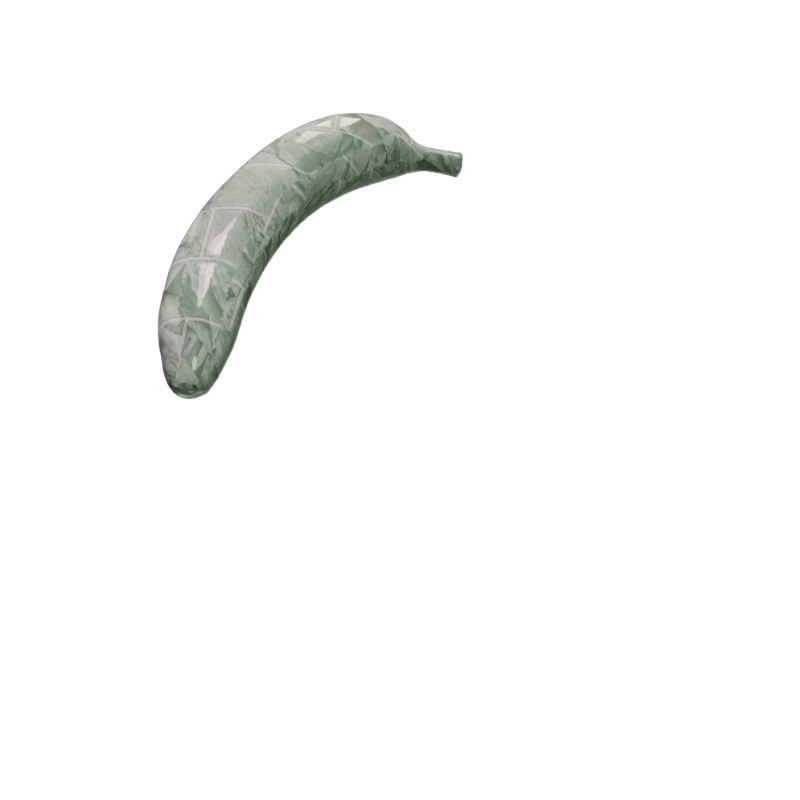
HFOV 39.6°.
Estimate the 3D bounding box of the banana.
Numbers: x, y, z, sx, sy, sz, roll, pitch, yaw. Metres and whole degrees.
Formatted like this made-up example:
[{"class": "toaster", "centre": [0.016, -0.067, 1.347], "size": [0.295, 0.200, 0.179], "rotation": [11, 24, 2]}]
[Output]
[{"class": "banana", "centre": [-0.050, -0.080, 0.489], "size": [0.073, 0.034, 0.201], "rotation": [27, 52, 23]}]
